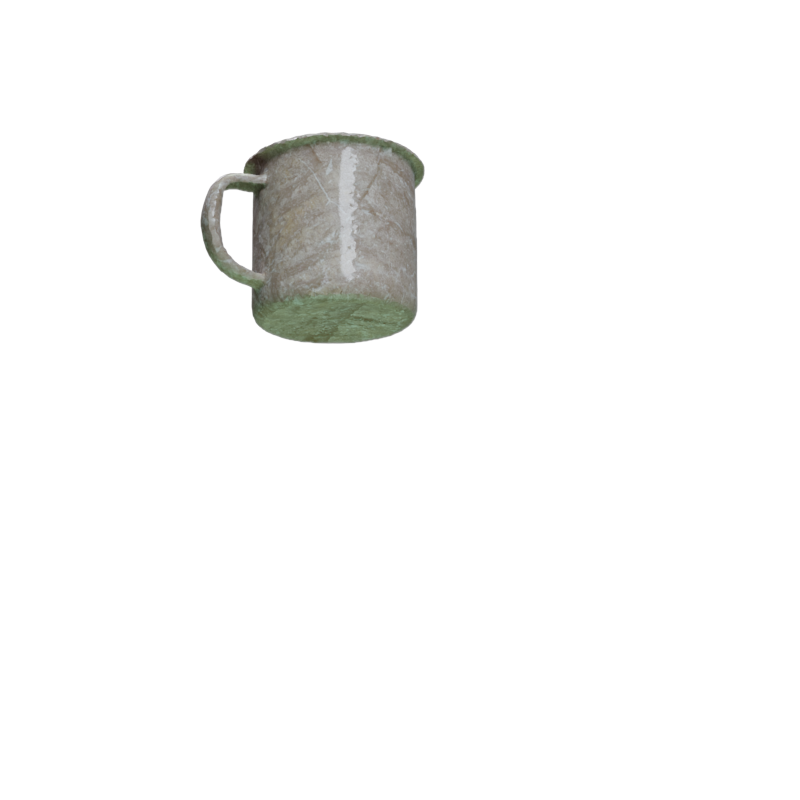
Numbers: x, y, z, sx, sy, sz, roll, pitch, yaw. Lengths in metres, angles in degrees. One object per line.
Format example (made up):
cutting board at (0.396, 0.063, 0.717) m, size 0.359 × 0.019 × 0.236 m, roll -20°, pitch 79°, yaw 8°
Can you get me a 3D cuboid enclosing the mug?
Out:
mug at (-0.043, -0.078, 0.549) m, size 0.112 × 0.085 × 0.093 m, roll 9°, pitch -20°, yaw -30°
